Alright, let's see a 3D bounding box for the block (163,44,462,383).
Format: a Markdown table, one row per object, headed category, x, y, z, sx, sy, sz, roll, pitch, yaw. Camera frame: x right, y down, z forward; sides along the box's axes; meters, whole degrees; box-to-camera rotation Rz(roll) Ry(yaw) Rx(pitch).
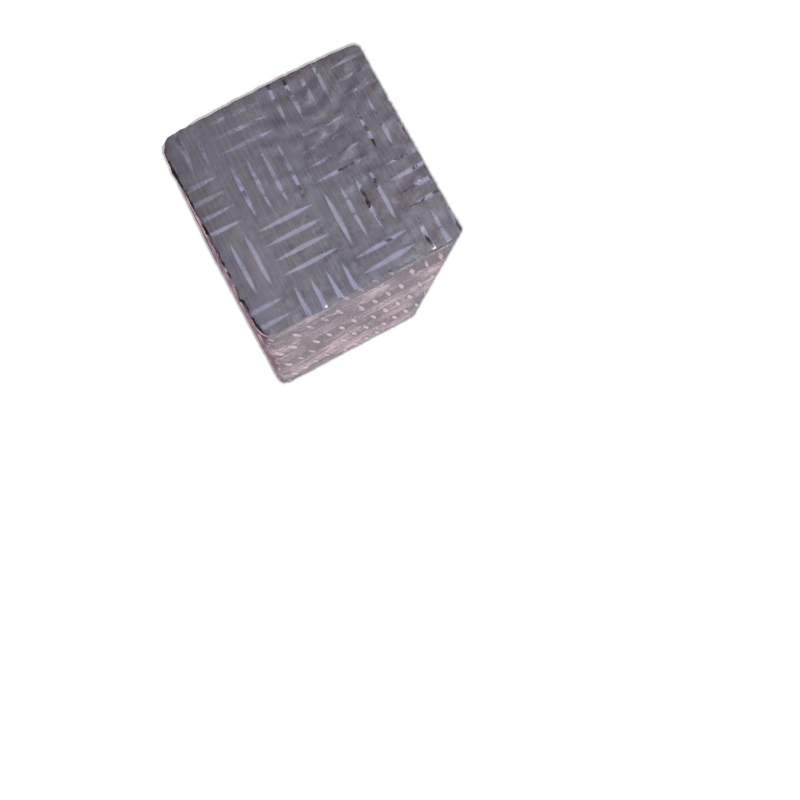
| category | x | y | z | sx | sy | sz | roll | pitch | yaw |
| --- | --- | --- | --- | --- | --- | --- | --- | --- | --- |
| block | -0.042 | -0.075 | 0.526 | 0.090 | 0.092 | 0.202 | -28 | -3 | -6 |
